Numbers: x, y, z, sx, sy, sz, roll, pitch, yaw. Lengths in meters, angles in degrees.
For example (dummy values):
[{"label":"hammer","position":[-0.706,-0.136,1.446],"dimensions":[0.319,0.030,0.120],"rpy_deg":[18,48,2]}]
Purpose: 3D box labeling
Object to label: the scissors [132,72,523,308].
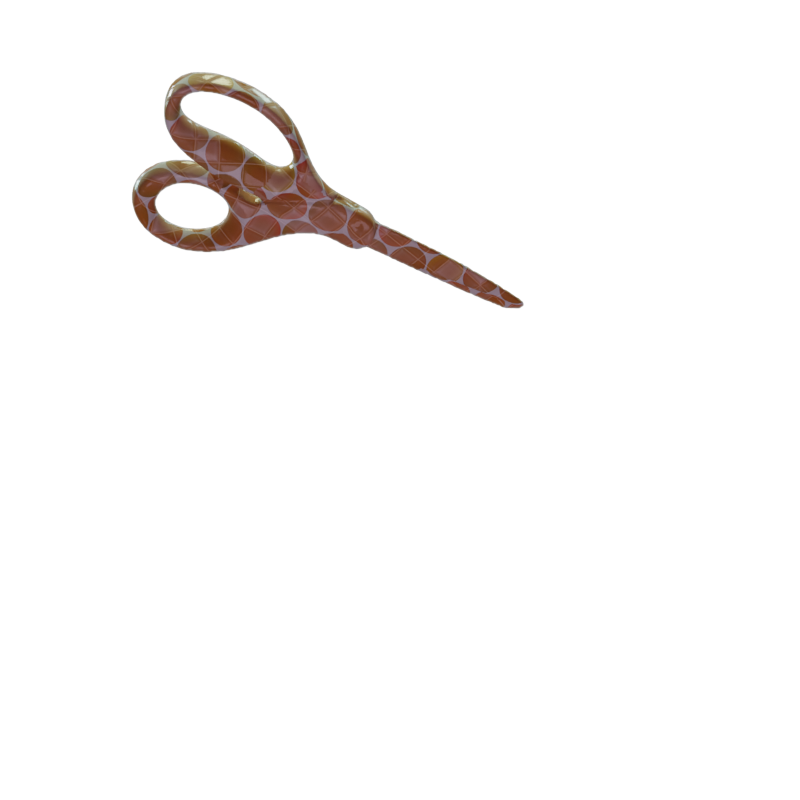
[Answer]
[{"label":"scissors","position":[-0.041,-0.075,0.528],"dimensions":[0.095,0.017,0.191],"rpy_deg":[-39,-62,25]}]
